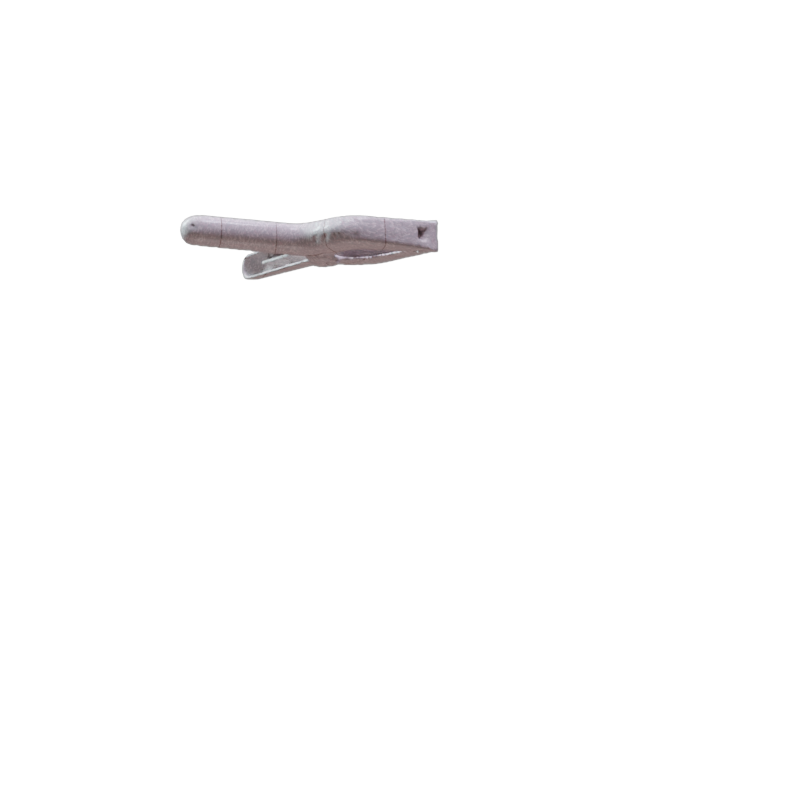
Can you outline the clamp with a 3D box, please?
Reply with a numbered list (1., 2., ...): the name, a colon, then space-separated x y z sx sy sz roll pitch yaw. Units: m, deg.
1. clamp: -0.075 -0.136 0.954 0.215 0.037 0.157 -2 -6 21
